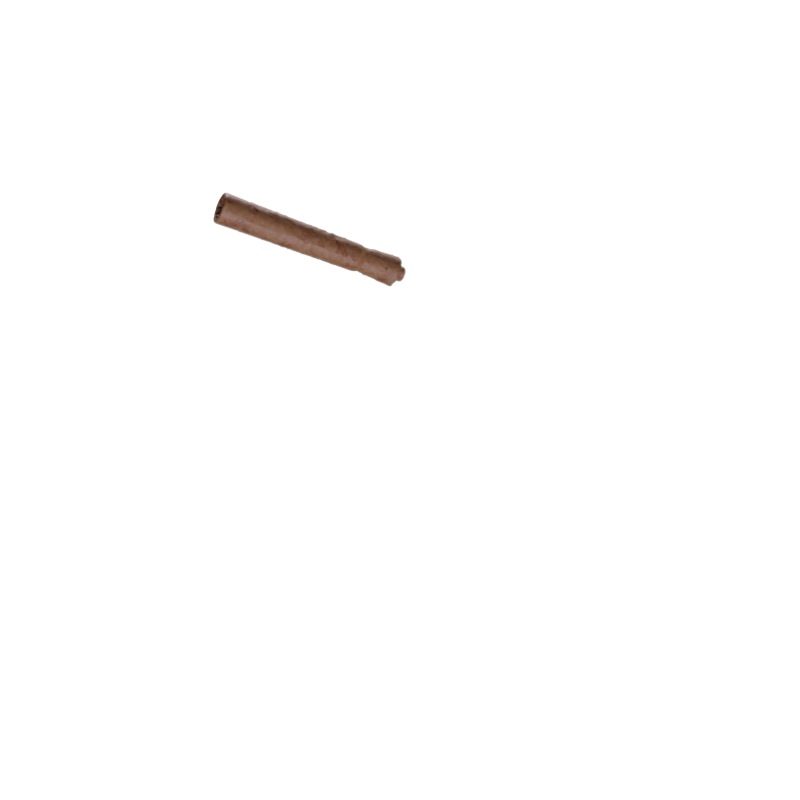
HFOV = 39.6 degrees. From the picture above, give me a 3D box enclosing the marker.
[{"bbox_3d":[-0.051,-0.094,0.657,0.117,0.020,0.020,18,-2,-18],"label":"marker"}]
